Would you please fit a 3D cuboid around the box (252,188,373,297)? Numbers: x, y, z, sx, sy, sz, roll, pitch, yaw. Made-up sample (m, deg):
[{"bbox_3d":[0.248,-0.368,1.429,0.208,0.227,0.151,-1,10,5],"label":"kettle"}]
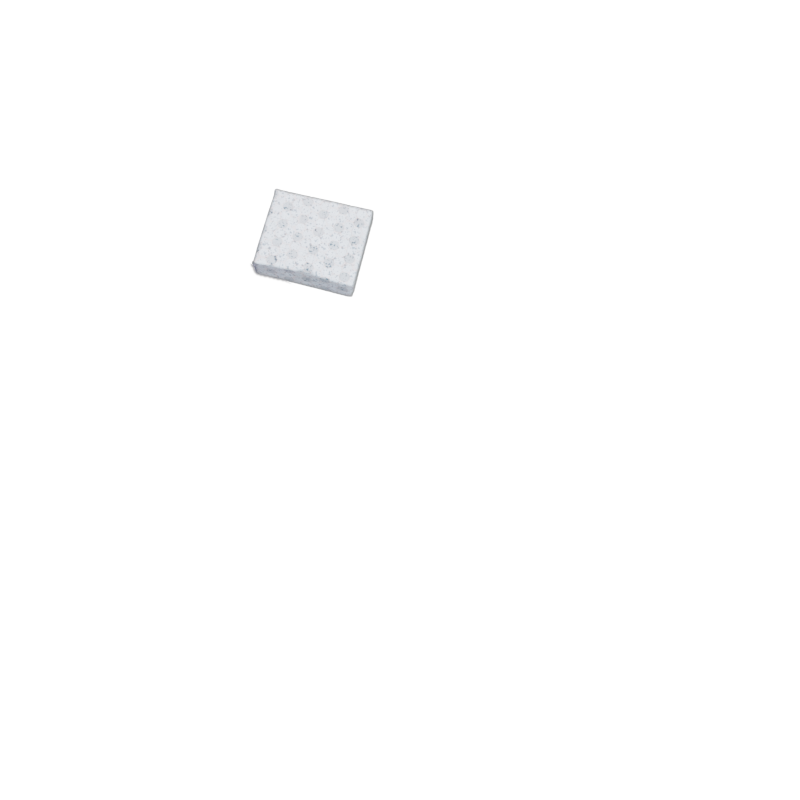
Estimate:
[{"bbox_3d":[-0.074,-0.136,0.949,0.090,0.076,0.029,14,-21,5],"label":"box"}]
